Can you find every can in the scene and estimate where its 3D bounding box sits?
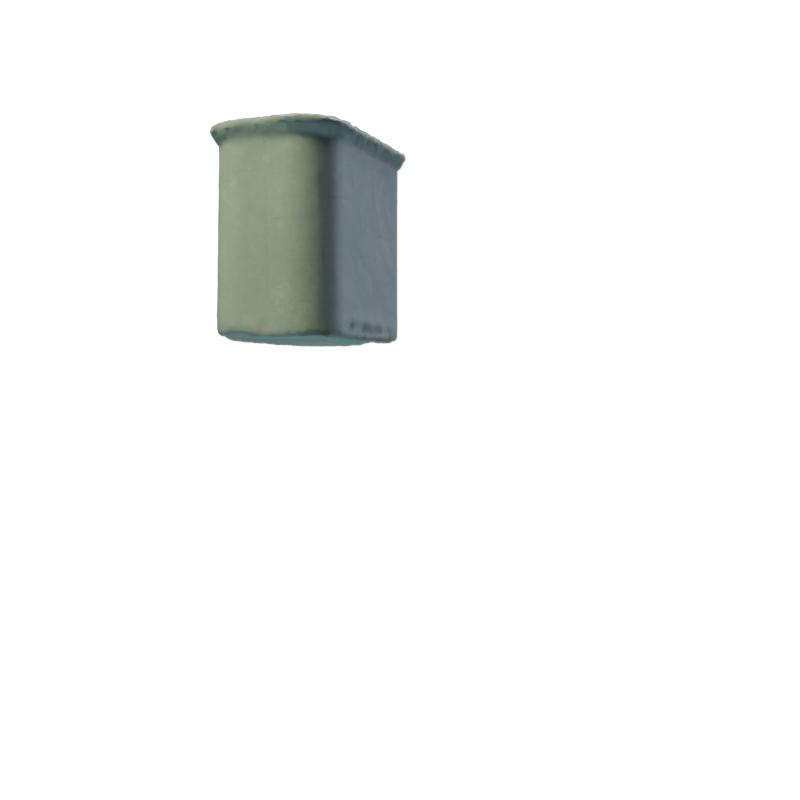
[{"bbox_3d":[-0.036,-0.065,0.459,0.059,0.085,0.098,-2,-3,20],"label":"can"}]
